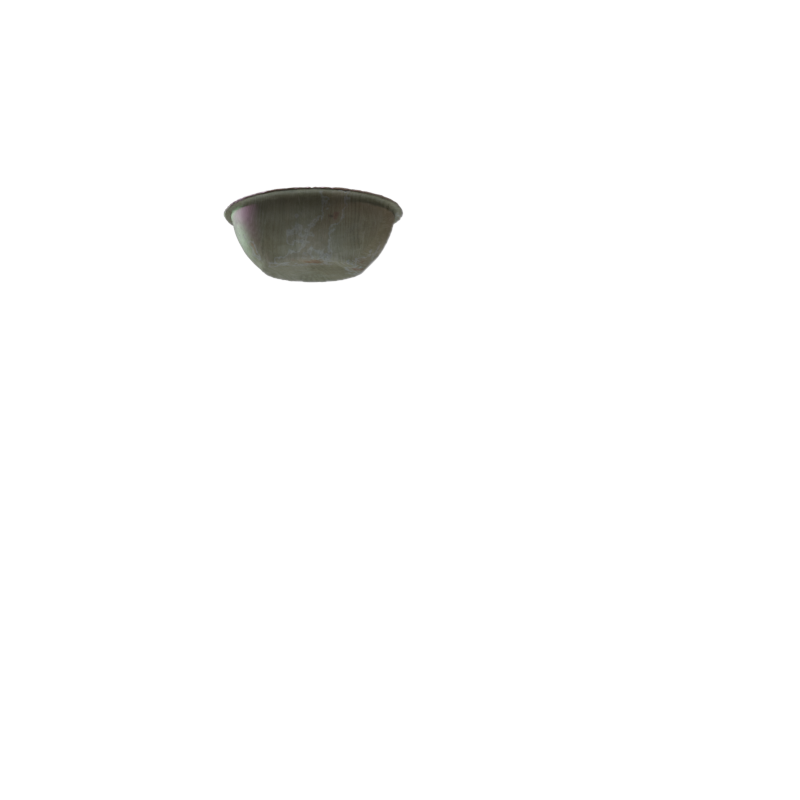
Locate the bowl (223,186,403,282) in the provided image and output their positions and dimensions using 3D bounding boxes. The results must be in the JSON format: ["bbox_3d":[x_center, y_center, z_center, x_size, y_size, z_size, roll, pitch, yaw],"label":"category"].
[{"bbox_3d":[-0.078,-0.142,0.996,0.162,0.057,0.158,0,-8,-2],"label":"bowl"}]
